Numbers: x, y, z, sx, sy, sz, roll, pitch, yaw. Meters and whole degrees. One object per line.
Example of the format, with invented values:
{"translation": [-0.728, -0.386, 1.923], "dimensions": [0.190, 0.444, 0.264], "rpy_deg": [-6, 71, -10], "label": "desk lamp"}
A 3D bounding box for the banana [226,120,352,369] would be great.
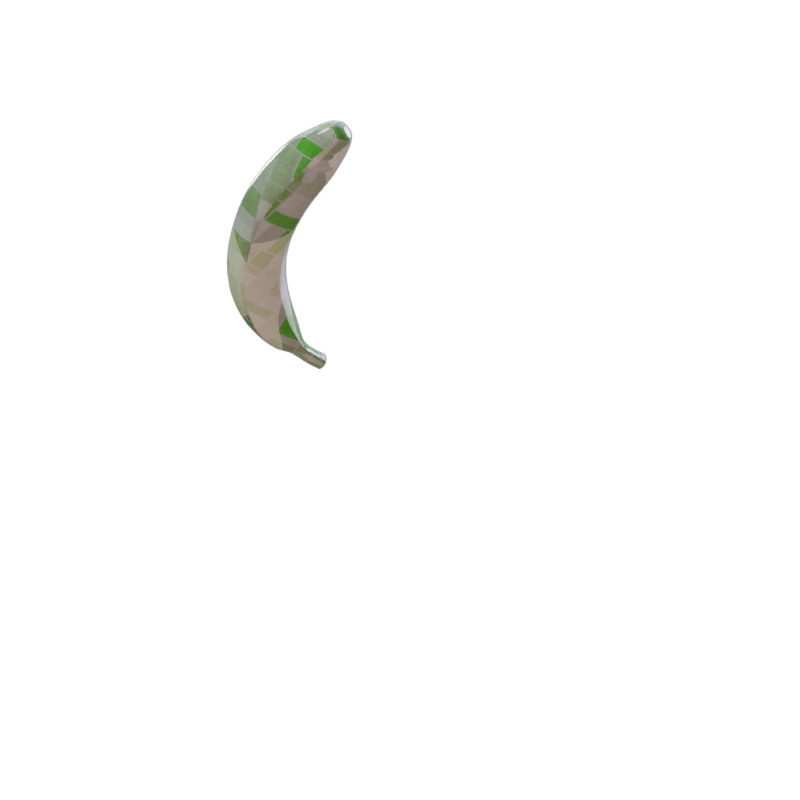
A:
{"translation": [-0.073, -0.096, 0.689], "dimensions": [0.069, 0.039, 0.185], "rpy_deg": [4, -43, -5], "label": "banana"}
